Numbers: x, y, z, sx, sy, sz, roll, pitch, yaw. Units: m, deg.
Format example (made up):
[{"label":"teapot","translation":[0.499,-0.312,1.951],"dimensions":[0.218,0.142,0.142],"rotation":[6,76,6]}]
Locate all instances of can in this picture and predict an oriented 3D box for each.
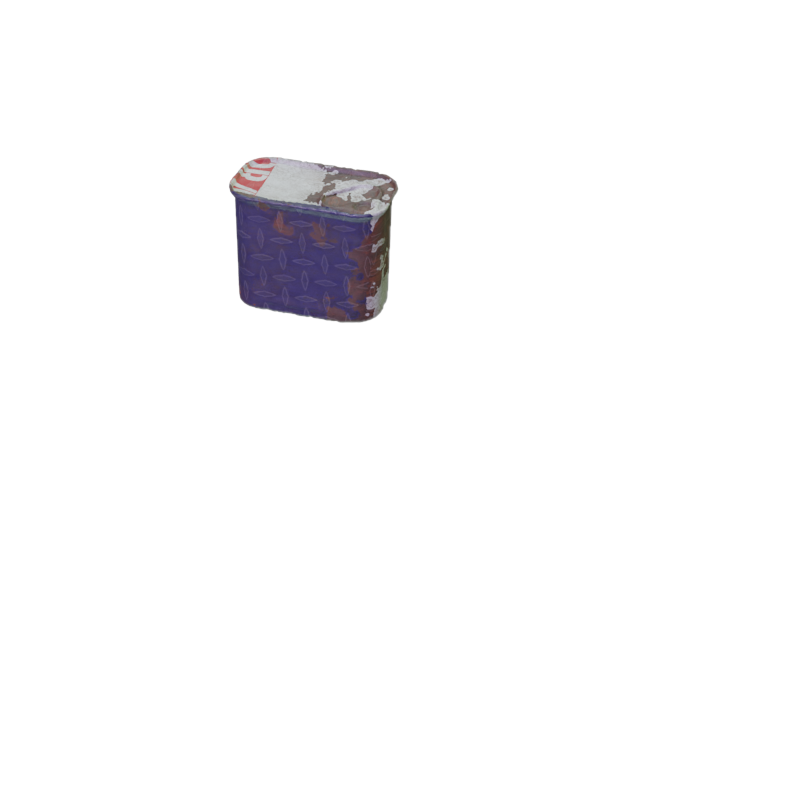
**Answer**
[{"label":"can","translation":[-0.055,-0.101,0.706],"dimensions":[0.104,0.079,0.060],"rotation":[11,35,13]}]
